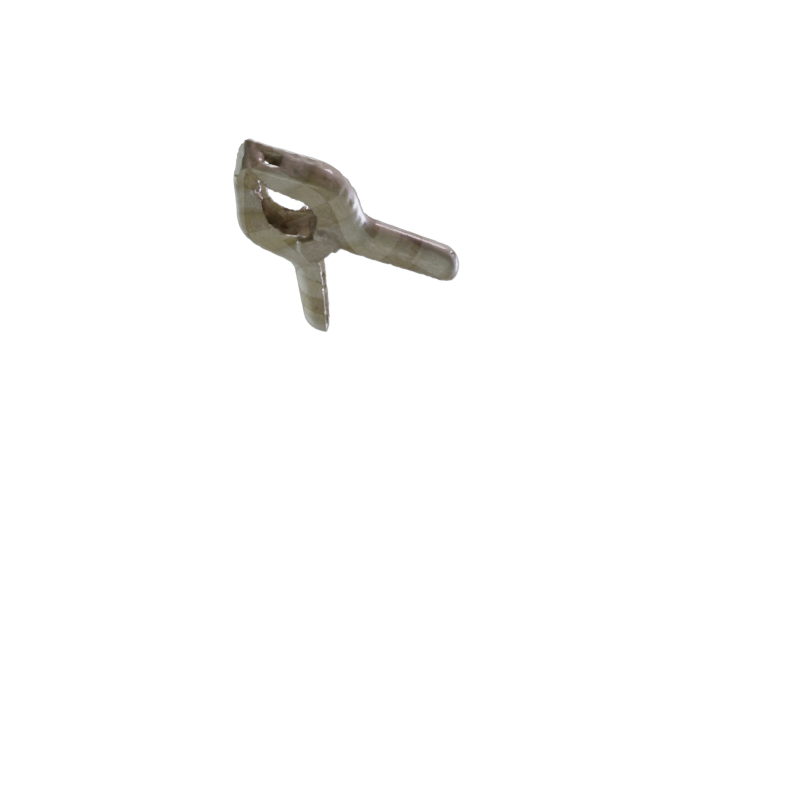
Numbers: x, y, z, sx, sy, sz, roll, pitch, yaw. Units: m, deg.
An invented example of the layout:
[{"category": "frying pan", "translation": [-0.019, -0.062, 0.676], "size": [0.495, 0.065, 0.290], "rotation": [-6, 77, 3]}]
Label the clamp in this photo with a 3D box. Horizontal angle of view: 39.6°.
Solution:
[{"category": "clamp", "translation": [-0.057, -0.105, 0.732], "size": [0.119, 0.042, 0.161], "rotation": [-34, -53, 30]}]
